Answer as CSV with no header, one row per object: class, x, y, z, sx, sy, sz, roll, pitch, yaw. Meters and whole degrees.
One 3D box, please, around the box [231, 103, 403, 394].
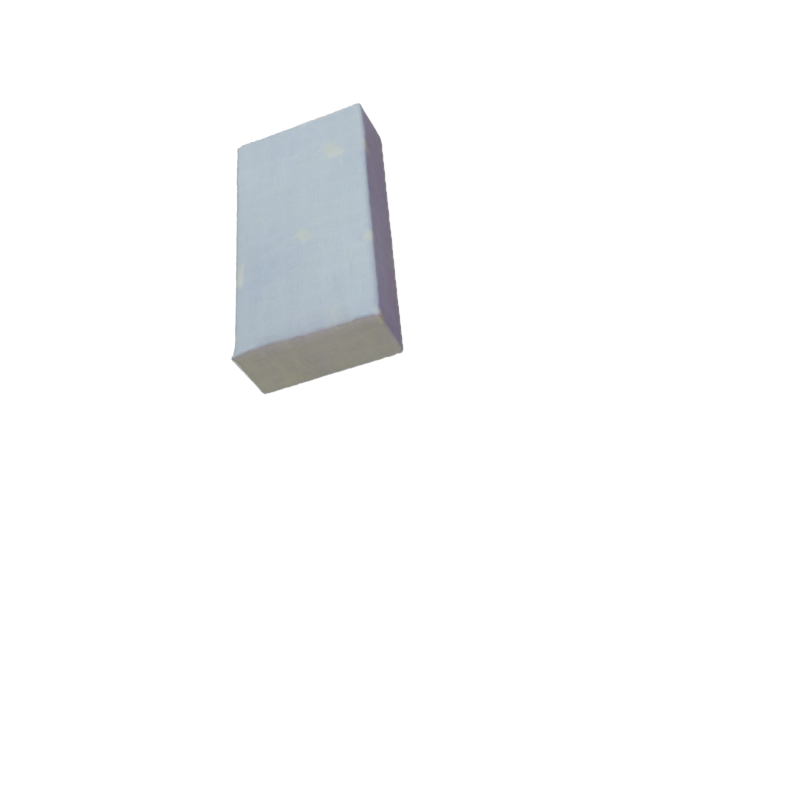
box,-0.053,-0.097,0.682,0.094,0.189,0.044,-17,-42,16
